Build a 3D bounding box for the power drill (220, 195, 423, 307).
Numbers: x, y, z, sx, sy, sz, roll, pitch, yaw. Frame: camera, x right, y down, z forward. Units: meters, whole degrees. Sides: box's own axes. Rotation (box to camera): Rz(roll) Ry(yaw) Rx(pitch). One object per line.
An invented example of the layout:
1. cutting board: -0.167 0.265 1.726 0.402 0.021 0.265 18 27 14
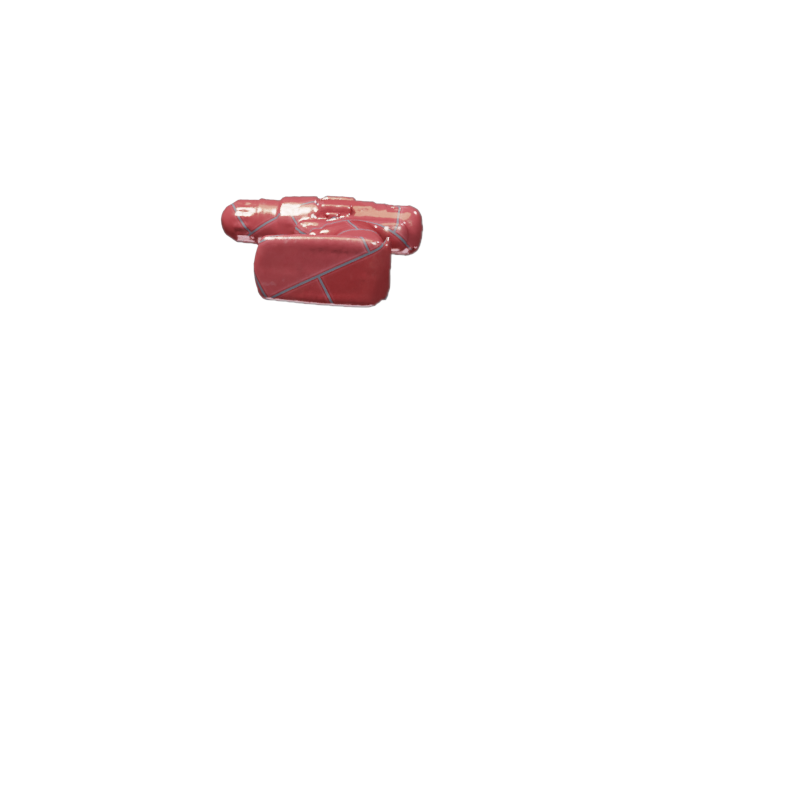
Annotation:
1. power drill: -0.074 -0.135 0.942 0.186 0.055 0.195 2 22 4
